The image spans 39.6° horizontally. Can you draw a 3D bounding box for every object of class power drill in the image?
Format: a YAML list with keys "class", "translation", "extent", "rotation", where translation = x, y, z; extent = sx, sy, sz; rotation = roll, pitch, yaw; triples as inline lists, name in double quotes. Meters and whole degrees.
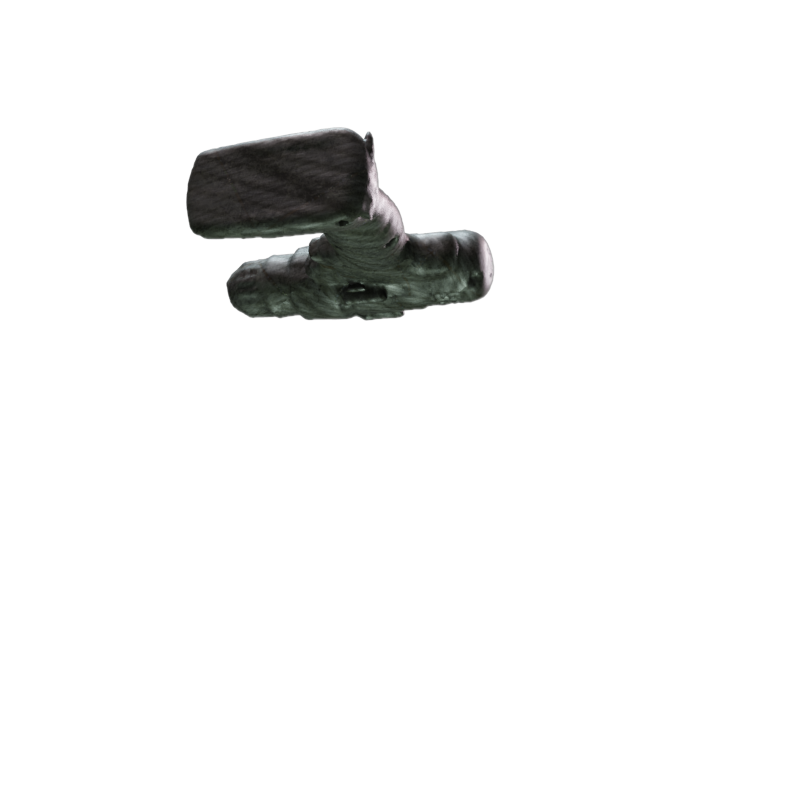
- class: "power drill"
  translation: [-0.053, -0.096, 0.673]
  extent: [0.188, 0.060, 0.177]
  rotation: [-5, -15, 21]
